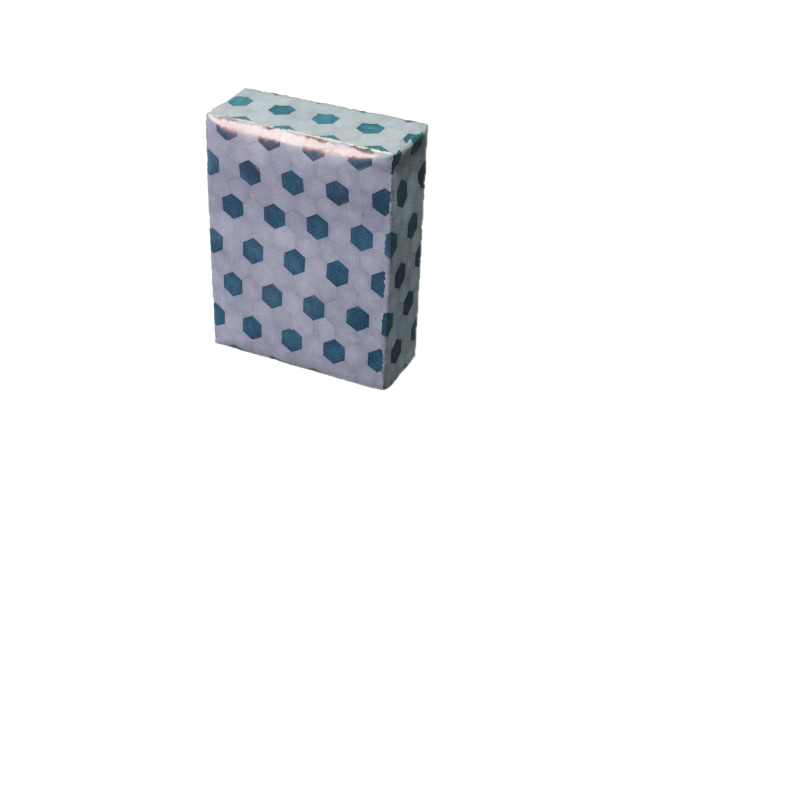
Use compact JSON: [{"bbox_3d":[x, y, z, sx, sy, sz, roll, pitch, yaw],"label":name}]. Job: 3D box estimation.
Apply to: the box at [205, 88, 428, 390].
[{"bbox_3d":[-0.070,-0.127,0.890,0.171,0.201,0.073,17,34,22],"label":"box"}]
